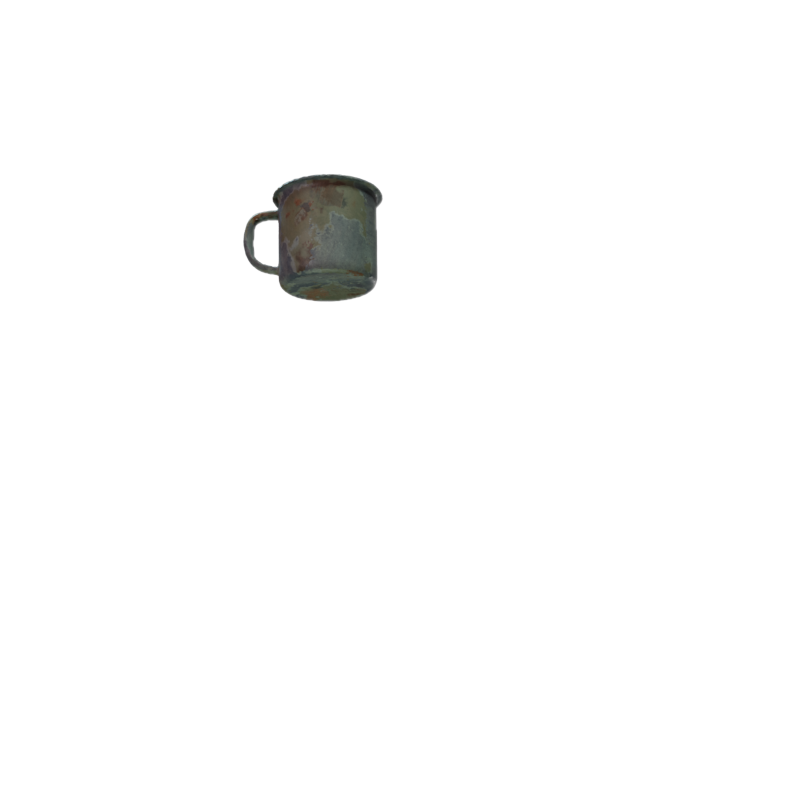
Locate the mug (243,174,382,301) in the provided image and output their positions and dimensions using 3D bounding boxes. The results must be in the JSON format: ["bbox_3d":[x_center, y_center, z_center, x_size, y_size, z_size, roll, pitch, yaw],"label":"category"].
[{"bbox_3d":[-0.072,-0.132,0.923,0.117,0.085,0.089,0,-18,-1],"label":"mug"}]
